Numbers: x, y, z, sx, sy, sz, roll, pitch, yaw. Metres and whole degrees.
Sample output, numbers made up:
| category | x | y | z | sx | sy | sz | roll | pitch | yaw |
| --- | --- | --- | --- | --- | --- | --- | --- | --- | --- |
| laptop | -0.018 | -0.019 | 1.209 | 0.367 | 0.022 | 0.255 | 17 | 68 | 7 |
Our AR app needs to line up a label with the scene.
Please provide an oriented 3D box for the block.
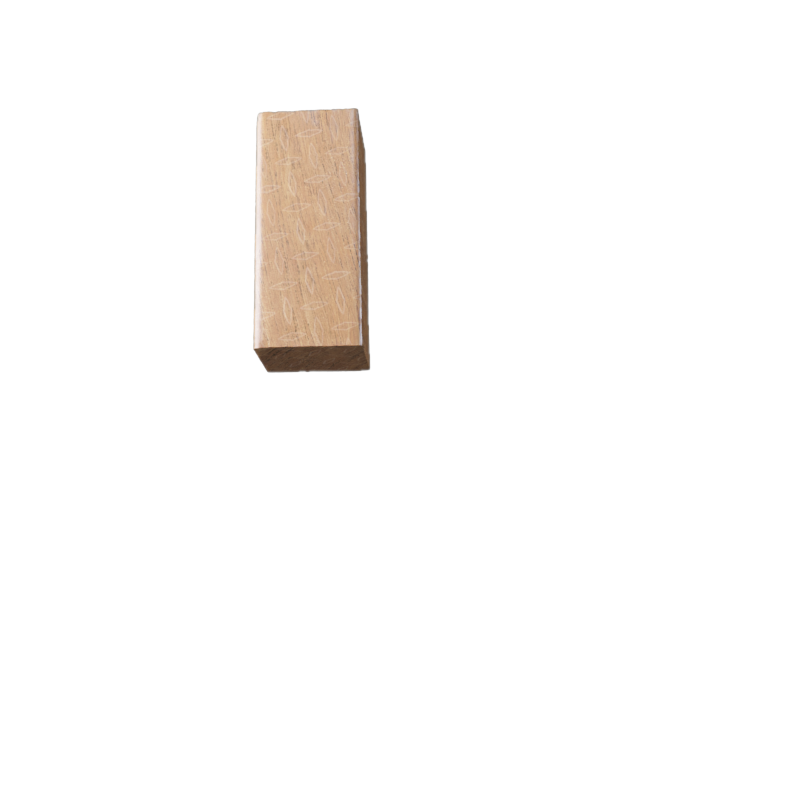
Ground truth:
| category | x | y | z | sx | sy | sz | roll | pitch | yaw |
| --- | --- | --- | --- | --- | --- | --- | --- | --- | --- |
| block | -0.074 | -0.135 | 0.943 | 0.091 | 0.215 | 0.086 | -2 | -18 | 3 |
